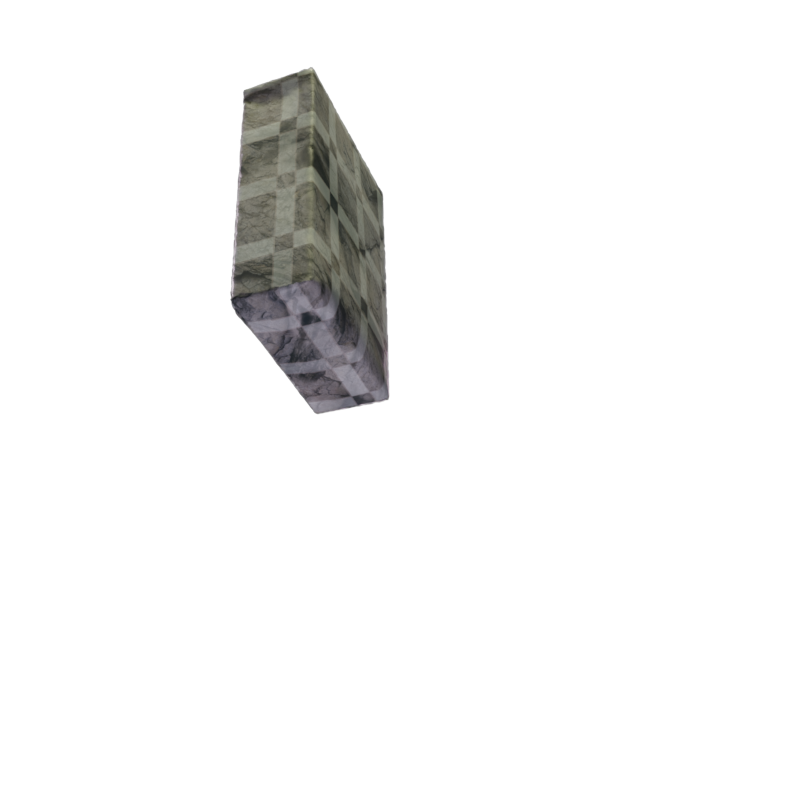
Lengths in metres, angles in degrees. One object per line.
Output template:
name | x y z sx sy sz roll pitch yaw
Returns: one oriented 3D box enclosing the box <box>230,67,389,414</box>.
box | -0.068 -0.123 0.864 0.072 0.229 0.151 -14 -37 15
